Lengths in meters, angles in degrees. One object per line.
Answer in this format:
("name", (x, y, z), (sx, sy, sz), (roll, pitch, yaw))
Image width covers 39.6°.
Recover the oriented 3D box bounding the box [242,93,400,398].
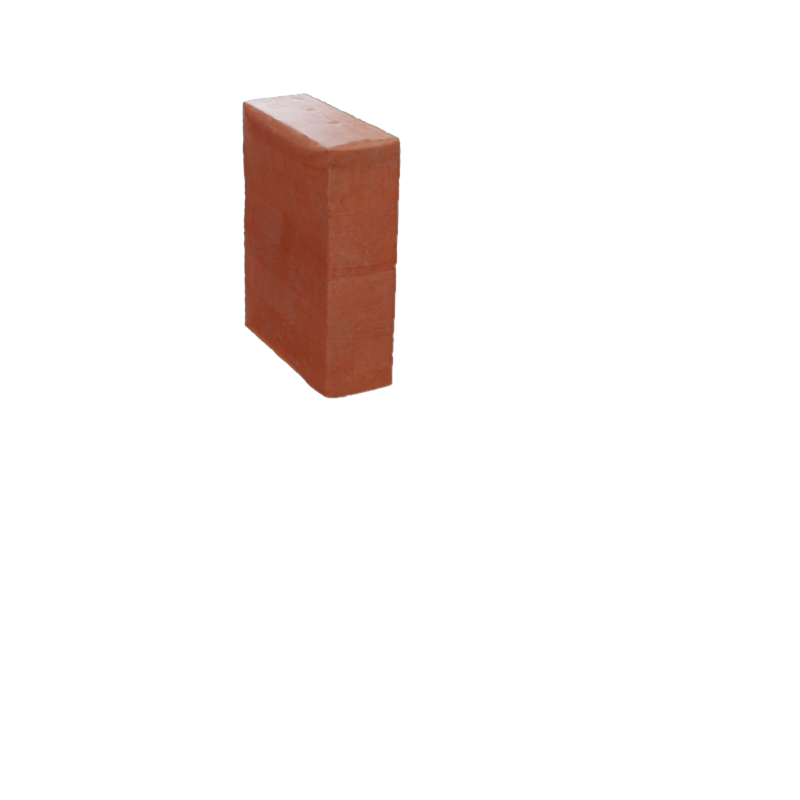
("box", (-0.072, -0.132, 0.926), (0.070, 0.203, 0.176), (-11, 27, -27))
